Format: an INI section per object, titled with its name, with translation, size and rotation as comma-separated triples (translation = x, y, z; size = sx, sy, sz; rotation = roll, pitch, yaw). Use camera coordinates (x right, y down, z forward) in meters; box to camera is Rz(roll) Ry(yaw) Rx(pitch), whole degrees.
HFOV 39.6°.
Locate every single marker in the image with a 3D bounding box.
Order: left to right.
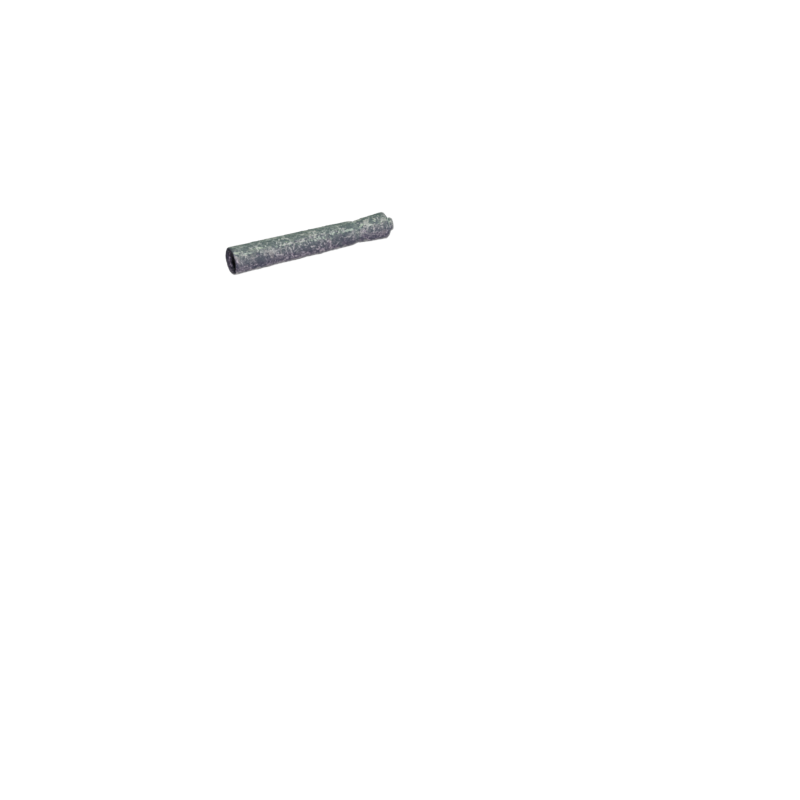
[marker]
translation = -0.058, -0.106, 0.745
size = 0.119, 0.019, 0.020
rotation = -17, 11, -24
